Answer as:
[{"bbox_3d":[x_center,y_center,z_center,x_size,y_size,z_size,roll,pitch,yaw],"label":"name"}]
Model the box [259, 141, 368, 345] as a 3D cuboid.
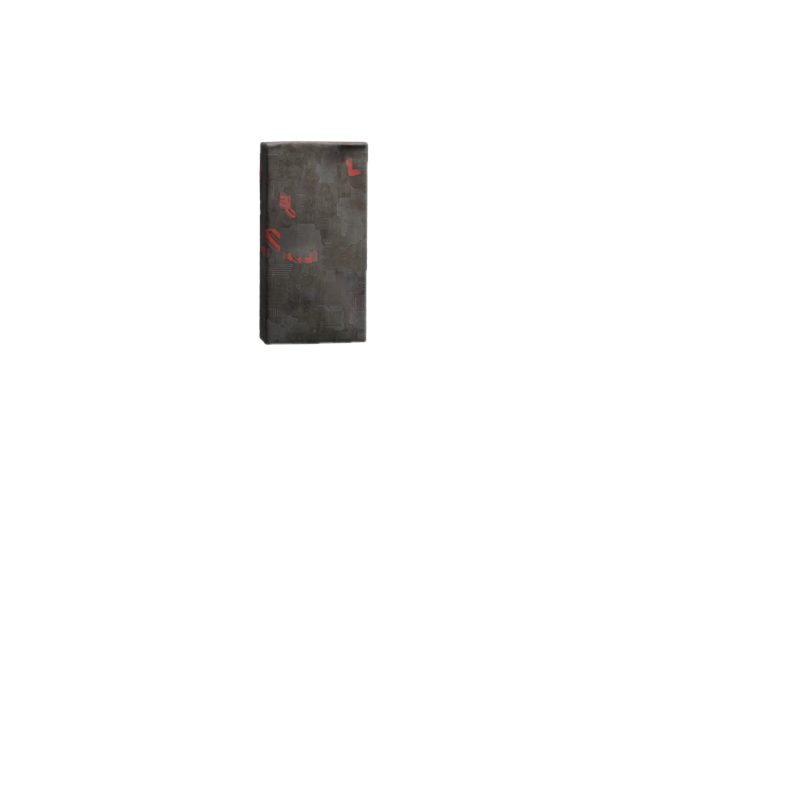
[{"bbox_3d":[-0.076,-0.139,0.975,0.092,0.173,0.049,-1,7,-12],"label":"box"}]
